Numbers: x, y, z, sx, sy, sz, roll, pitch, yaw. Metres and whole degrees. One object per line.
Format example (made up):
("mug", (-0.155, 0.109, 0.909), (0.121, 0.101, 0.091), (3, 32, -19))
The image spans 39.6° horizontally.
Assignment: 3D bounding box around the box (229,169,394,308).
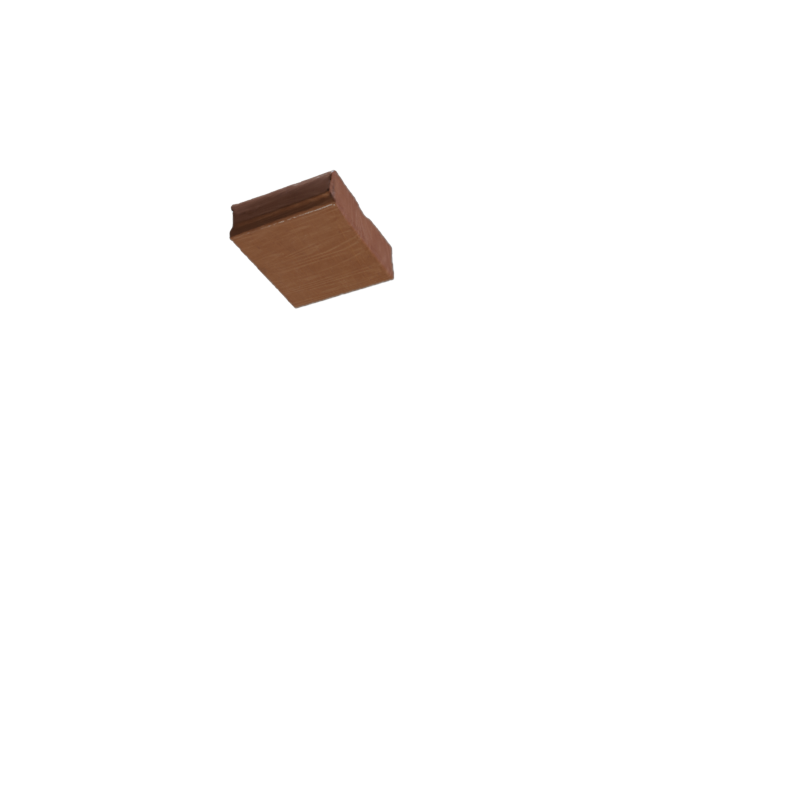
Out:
("box", (-0.055, -0.100, 0.700), (0.074, 0.032, 0.082), (-16, -37, 21))
